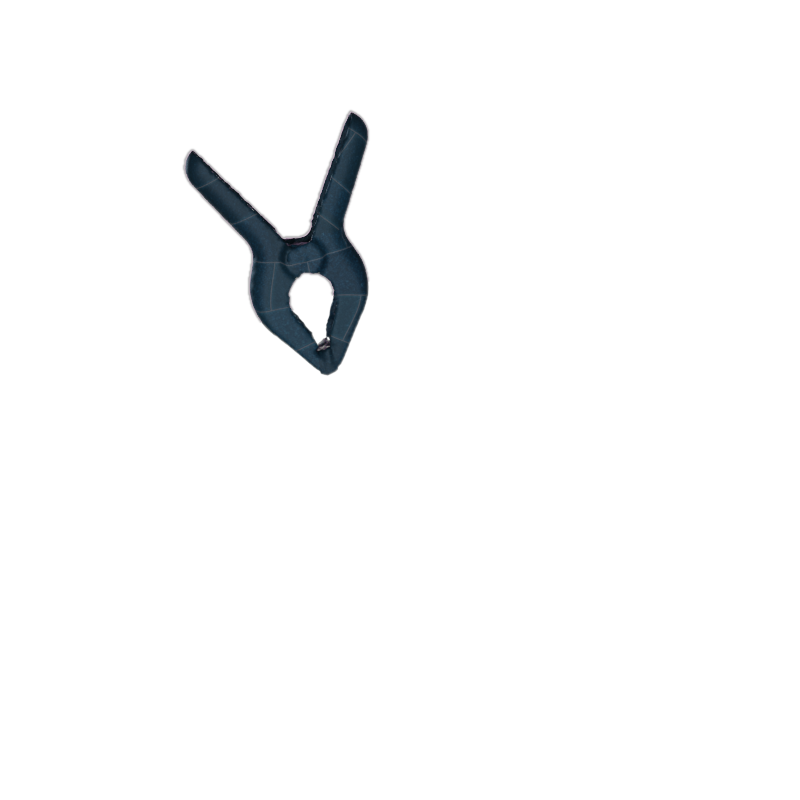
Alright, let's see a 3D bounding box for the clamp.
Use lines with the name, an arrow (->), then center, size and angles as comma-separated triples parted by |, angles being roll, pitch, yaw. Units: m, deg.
clamp -> -0.057, -0.105, 0.733 | 0.120, 0.165, 0.041 | -20, 15, 5
